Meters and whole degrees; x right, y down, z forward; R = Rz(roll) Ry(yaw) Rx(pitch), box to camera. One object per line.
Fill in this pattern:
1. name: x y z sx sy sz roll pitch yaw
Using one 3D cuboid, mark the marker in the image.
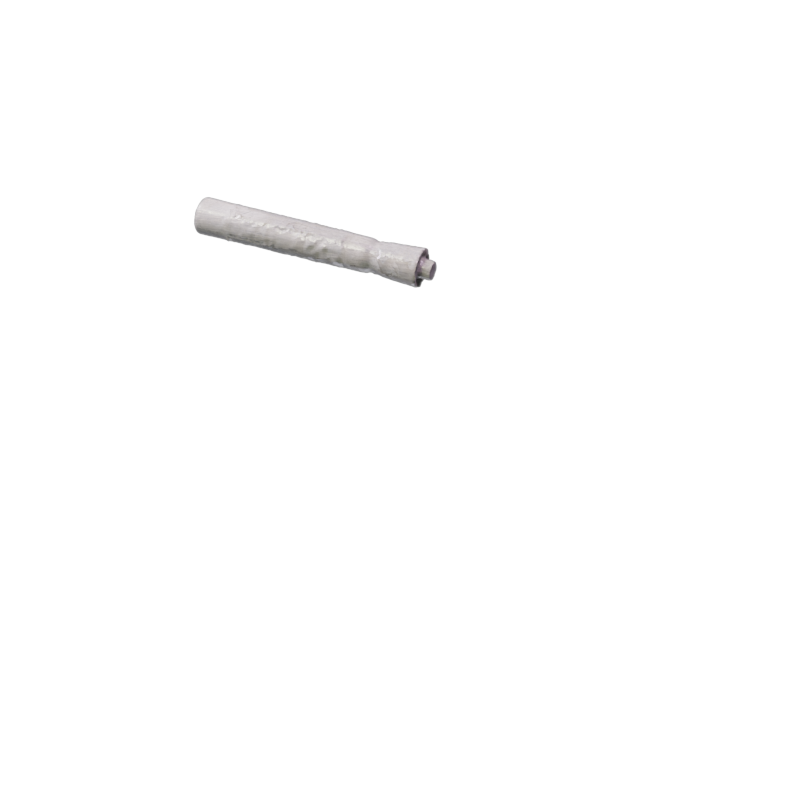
1. marker: -0.041 -0.075 0.525 0.126 0.019 0.019 16 9 21
